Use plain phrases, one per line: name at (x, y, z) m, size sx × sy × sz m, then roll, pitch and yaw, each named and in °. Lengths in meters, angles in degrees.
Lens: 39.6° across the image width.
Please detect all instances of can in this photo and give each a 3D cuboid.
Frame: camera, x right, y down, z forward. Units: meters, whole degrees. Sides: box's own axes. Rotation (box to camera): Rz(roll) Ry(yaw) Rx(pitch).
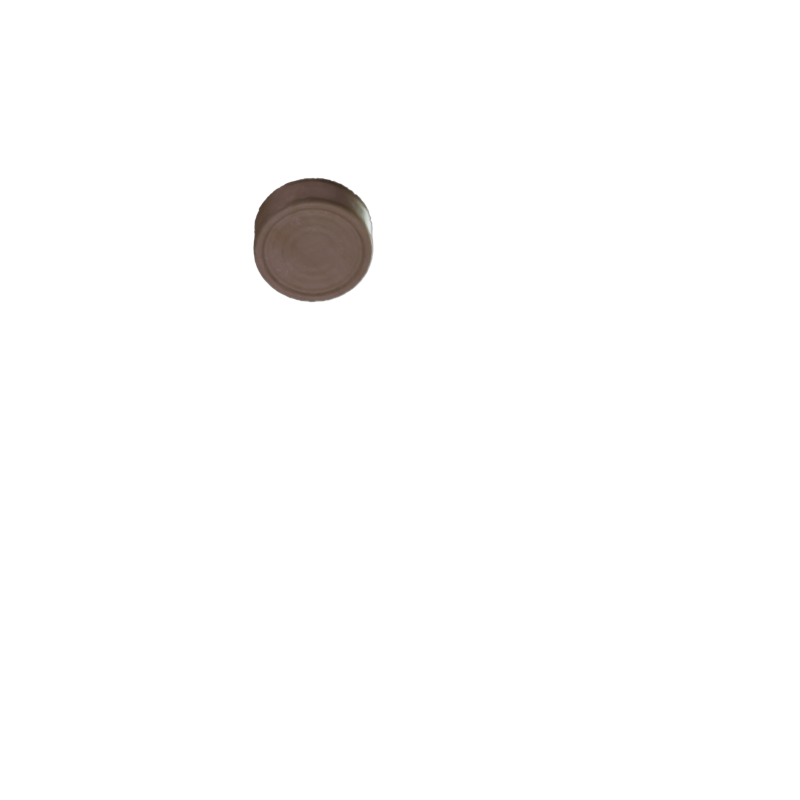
can at (-0.062, -0.113, 0.788) m, size 0.086 × 0.081 × 0.036 m, roll 1°, pitch 34°, yaw -1°
